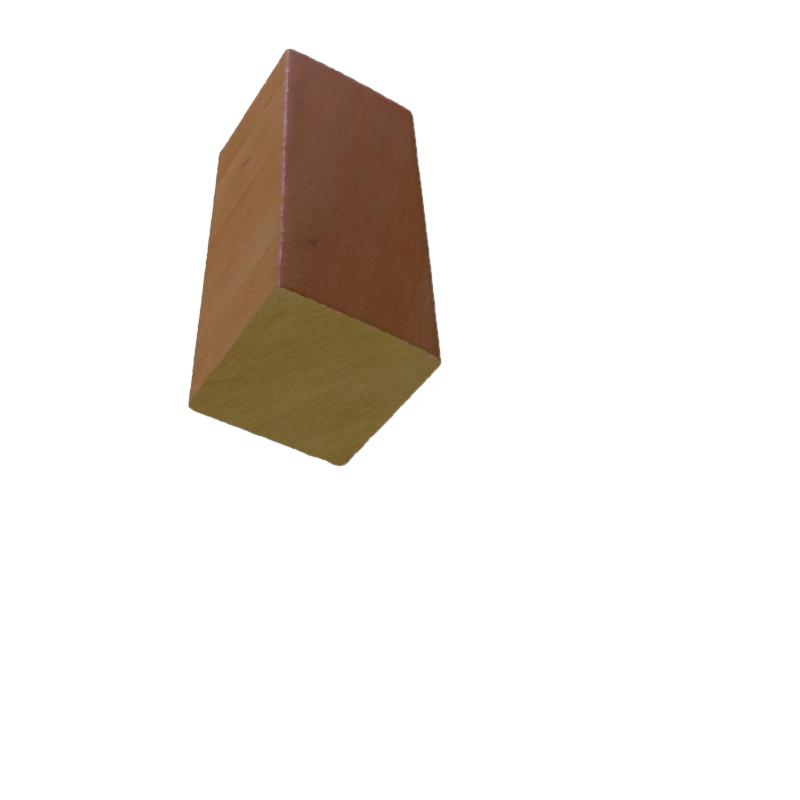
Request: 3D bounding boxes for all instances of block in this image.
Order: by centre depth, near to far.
[{"bbox_3d":[-0.045,-0.084,0.589,0.086,0.221,0.088,23,-52,-24],"label":"block"}]
